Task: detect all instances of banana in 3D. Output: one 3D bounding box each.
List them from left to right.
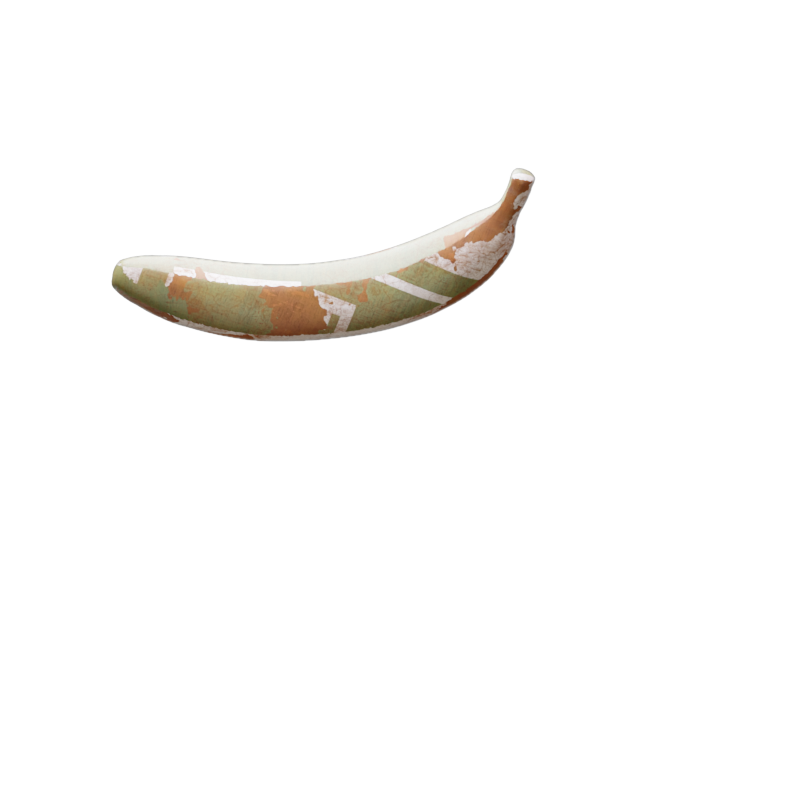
[{"bbox_3d":[-0.032,-0.059,0.518,0.199,0.065,0.039,-13,29,7],"label":"banana"}]
